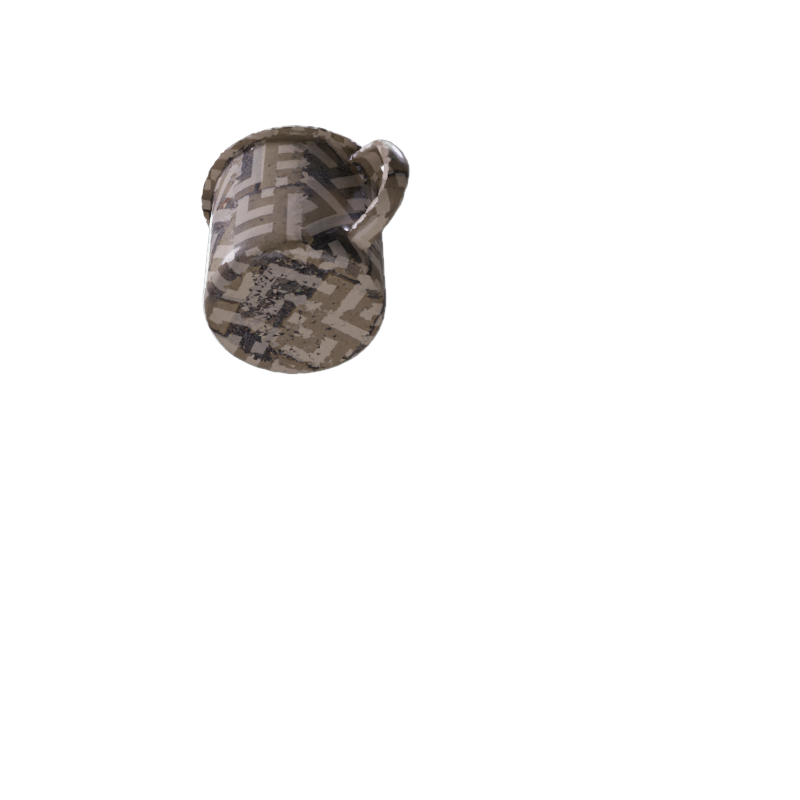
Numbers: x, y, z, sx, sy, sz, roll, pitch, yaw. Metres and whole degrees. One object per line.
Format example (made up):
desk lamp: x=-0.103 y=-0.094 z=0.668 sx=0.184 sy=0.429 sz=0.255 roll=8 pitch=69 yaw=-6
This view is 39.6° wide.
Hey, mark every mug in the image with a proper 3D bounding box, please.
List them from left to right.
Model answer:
mug: x=-0.040 y=-0.073 z=0.510 sx=0.116 sy=0.087 sz=0.087 roll=-35 pitch=-54 yaw=28
